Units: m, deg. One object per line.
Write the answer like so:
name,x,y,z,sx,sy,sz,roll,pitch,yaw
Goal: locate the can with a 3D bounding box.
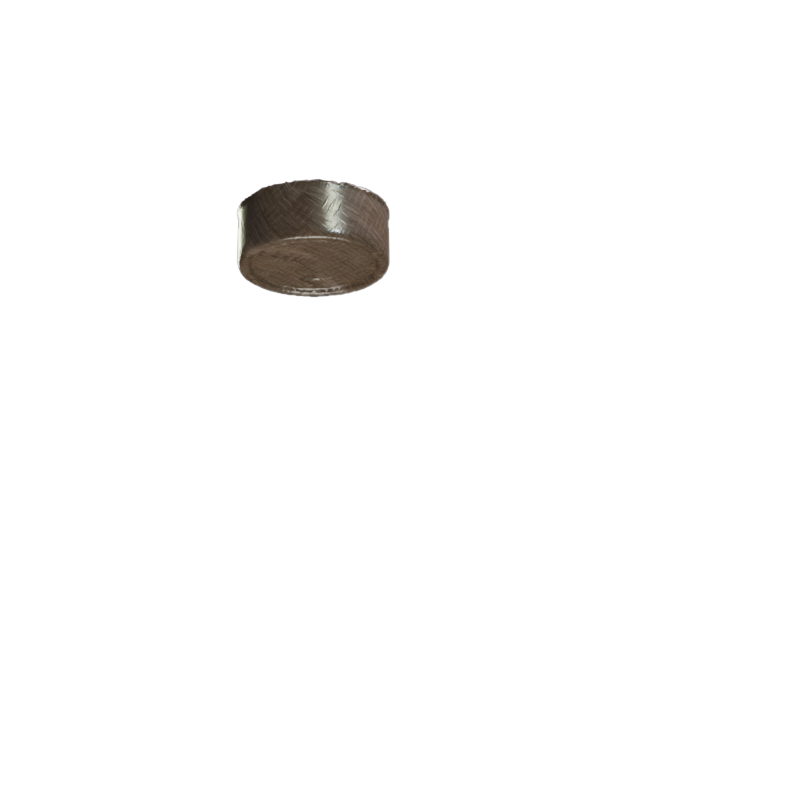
can,-0.048,-0.088,0.616,0.086,0.035,0.082,0,-19,-2
